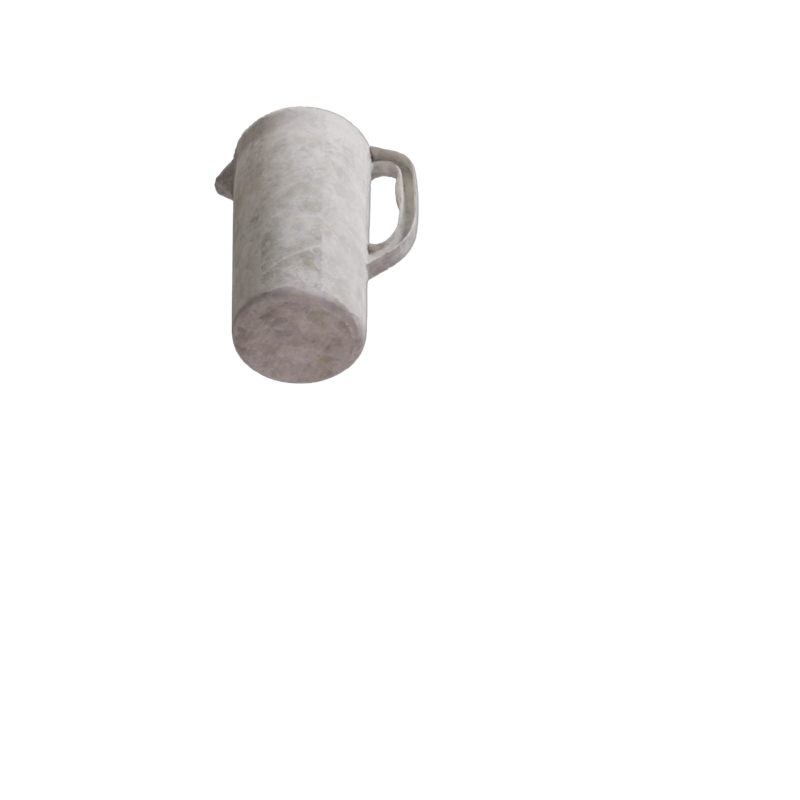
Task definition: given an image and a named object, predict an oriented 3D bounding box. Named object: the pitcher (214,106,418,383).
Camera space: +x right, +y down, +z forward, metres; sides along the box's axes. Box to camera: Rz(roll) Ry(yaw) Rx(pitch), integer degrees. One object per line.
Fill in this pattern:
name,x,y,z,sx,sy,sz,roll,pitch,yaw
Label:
pitcher,-0.075,-0.138,0.963,0.137,0.261,0.146,28,-53,-28
